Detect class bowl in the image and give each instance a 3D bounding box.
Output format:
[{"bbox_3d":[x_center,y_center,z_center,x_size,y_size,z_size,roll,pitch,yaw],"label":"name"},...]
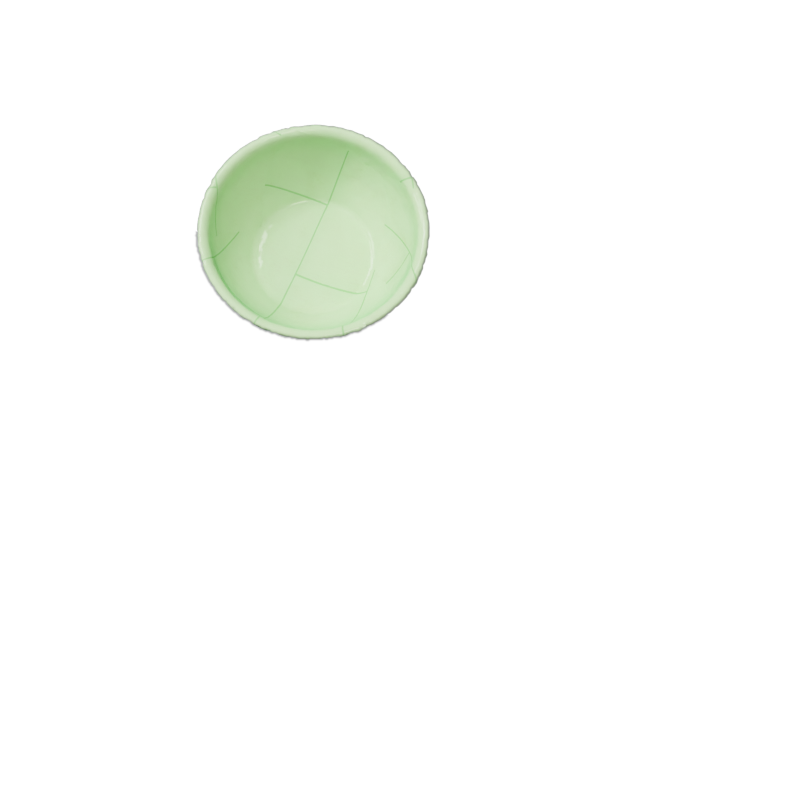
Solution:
[{"bbox_3d":[-0.062,-0.113,0.789,0.162,0.170,0.052,-1,-21,-1],"label":"bowl"}]
